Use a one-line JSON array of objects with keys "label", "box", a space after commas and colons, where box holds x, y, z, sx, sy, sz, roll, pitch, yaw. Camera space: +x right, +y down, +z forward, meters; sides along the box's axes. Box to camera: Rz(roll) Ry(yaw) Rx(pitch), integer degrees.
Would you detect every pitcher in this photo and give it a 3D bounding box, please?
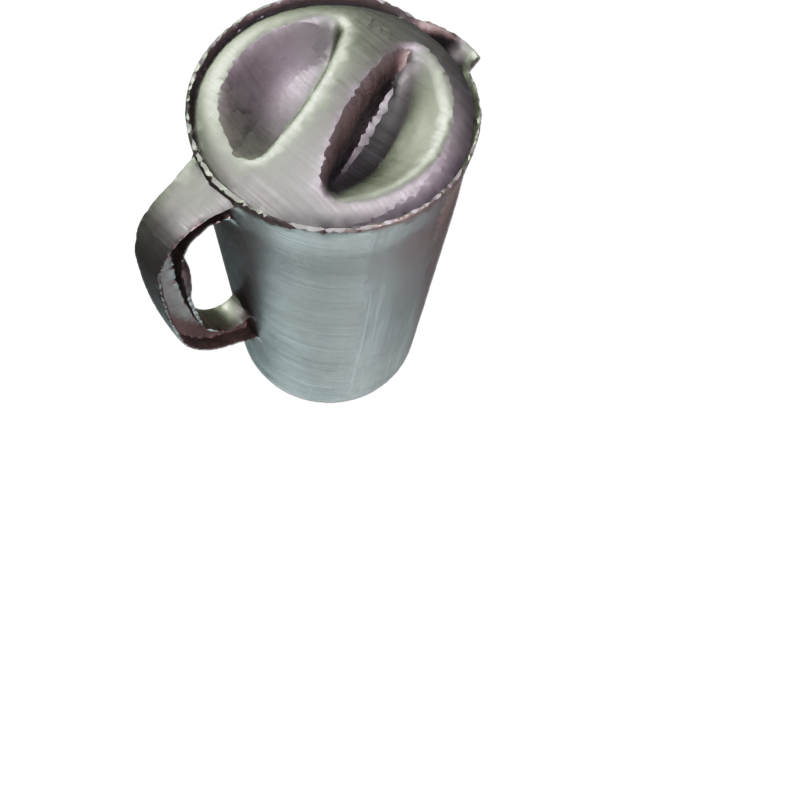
[{"label": "pitcher", "box": [-0.046, -0.085, 0.593, 0.150, 0.153, 0.230, 7, -25, 0]}]
